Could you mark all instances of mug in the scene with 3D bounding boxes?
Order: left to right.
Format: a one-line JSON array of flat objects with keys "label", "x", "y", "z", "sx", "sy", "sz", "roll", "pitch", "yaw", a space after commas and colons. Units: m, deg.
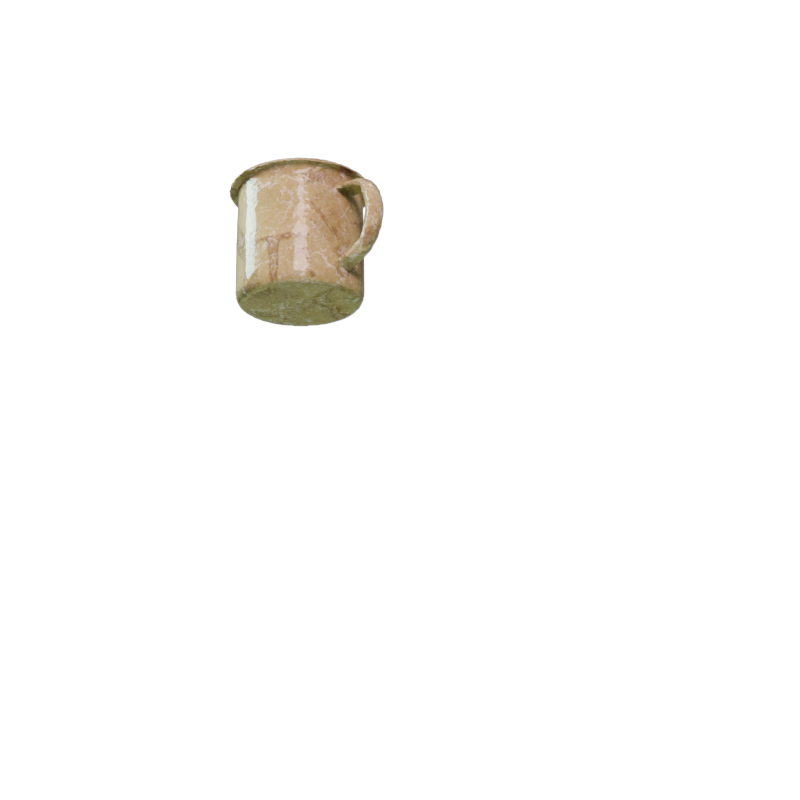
[{"label": "mug", "x": -0.055, "y": -0.101, "z": 0.707, "sx": 0.118, "sy": 0.086, "sz": 0.087, "roll": -18, "pitch": -27, "yaw": 39}]
